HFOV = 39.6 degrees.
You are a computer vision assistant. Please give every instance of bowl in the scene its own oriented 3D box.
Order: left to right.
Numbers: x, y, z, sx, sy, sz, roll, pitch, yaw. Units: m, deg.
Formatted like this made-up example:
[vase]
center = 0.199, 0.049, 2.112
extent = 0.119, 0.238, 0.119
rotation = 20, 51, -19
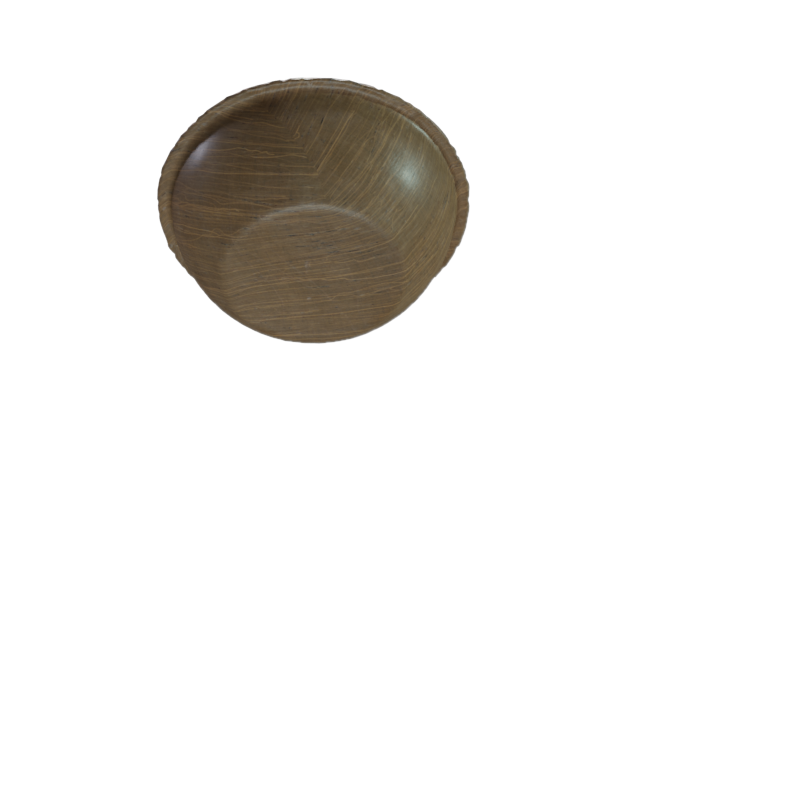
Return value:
[bowl]
center = -0.044, -0.080, 0.557
extent = 0.162, 0.151, 0.059
rotation = 1, 44, -1
